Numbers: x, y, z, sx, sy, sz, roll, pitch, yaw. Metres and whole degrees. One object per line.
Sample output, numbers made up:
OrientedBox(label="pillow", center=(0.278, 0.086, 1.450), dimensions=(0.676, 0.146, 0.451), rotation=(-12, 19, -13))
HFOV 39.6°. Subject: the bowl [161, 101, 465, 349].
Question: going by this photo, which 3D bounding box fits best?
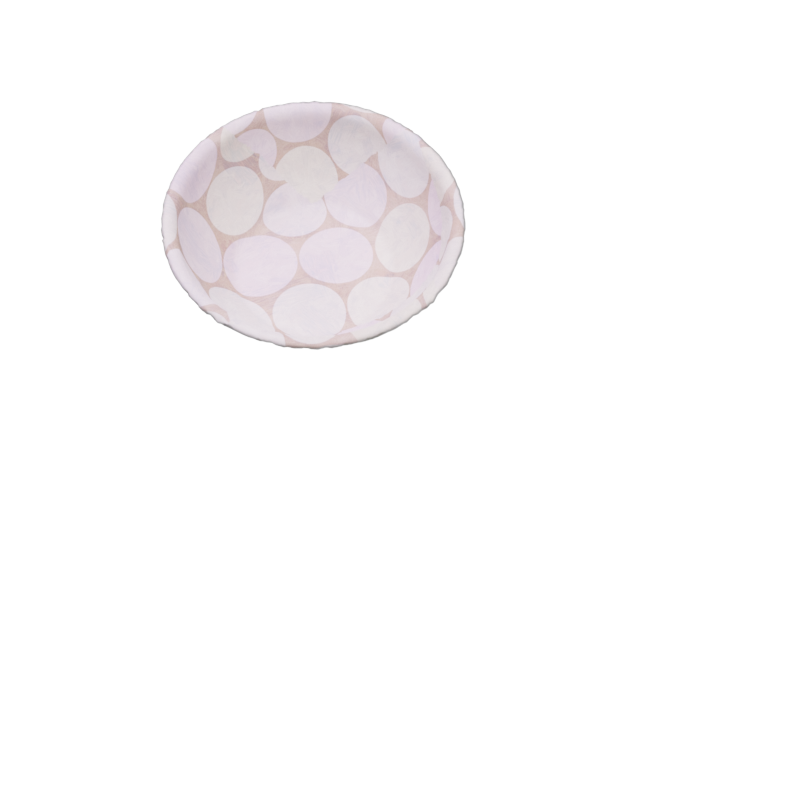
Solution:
OrientedBox(label="bowl", center=(-0.048, -0.087, 0.610), dimensions=(0.162, 0.173, 0.052), rotation=(-1, -32, -1))
